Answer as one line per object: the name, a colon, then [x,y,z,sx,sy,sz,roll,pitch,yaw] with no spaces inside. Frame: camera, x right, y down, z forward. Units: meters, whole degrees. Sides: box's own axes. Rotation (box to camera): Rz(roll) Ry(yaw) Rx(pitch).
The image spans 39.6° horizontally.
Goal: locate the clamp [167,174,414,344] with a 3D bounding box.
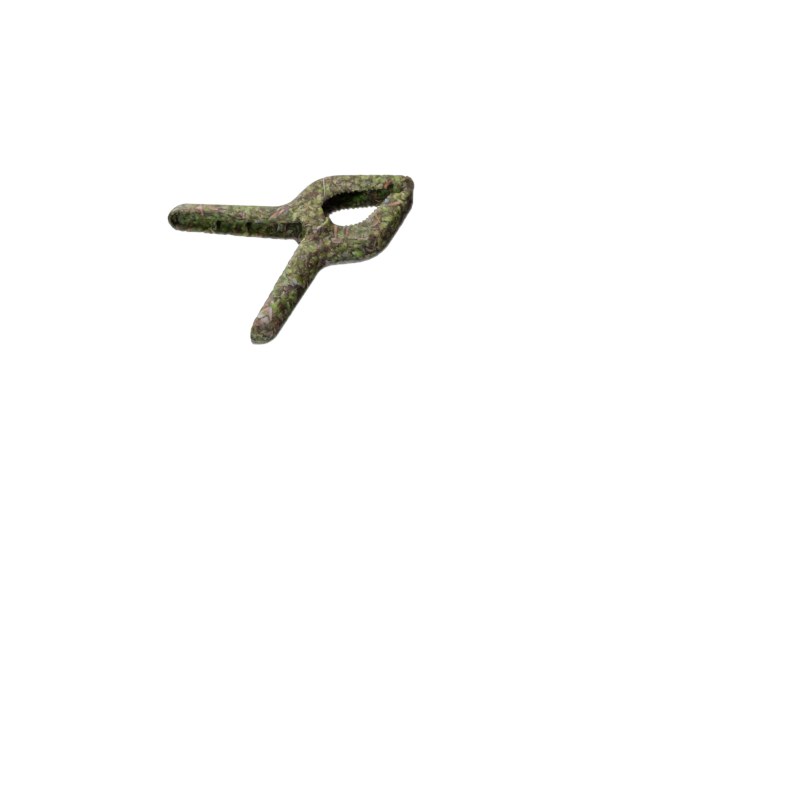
clamp: [-0.074,-0.134,0.941,0.208,0.178,0.034,-20,-36,-15]
